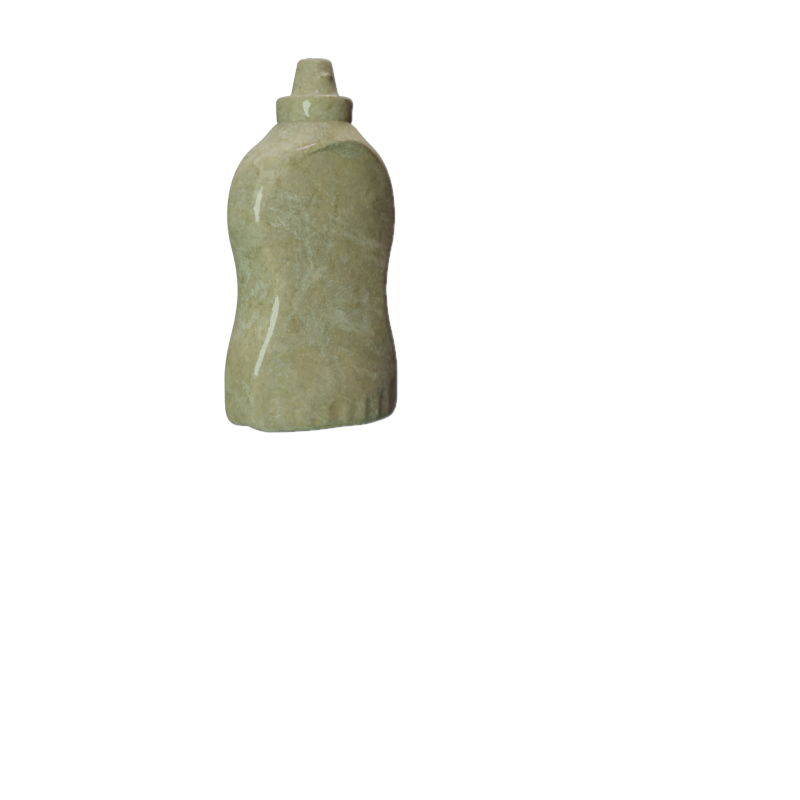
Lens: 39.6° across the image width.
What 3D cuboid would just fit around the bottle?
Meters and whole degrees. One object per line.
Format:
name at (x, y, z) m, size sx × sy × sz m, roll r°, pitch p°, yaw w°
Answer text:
bottle at (-0.046, -0.084, 0.586) m, size 0.093 × 0.192 × 0.061 m, roll -1°, pitch 1°, yaw -37°
